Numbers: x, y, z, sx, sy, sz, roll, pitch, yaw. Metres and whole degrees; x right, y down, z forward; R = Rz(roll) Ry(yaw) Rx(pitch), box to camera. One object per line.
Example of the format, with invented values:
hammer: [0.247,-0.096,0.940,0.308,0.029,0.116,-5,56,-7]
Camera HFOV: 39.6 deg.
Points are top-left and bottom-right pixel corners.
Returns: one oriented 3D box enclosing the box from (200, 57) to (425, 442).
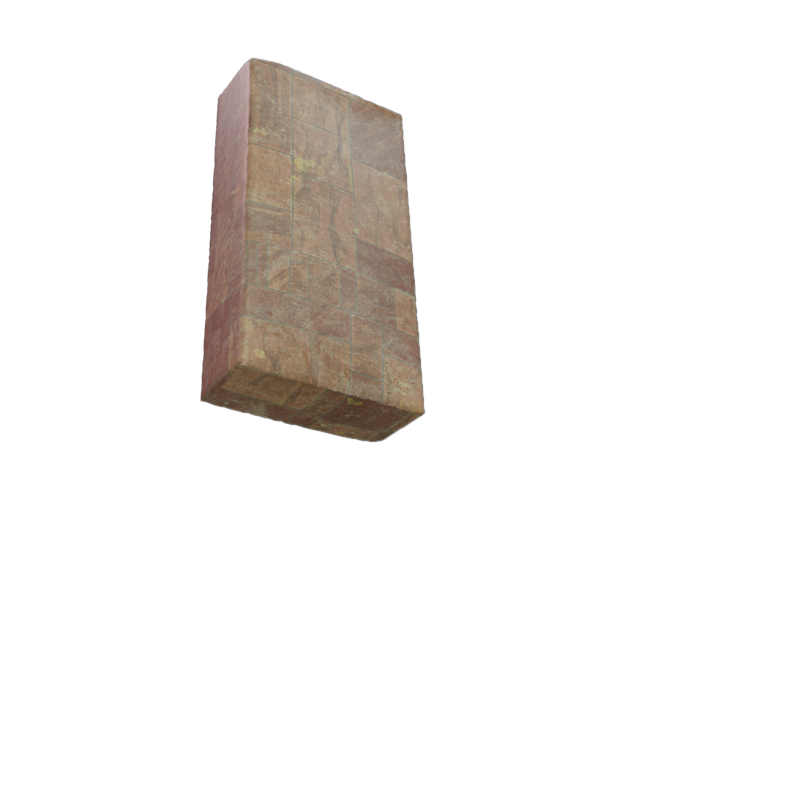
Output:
box: [-0.041,-0.075,0.522,0.089,0.188,0.047,16,-36,-28]
